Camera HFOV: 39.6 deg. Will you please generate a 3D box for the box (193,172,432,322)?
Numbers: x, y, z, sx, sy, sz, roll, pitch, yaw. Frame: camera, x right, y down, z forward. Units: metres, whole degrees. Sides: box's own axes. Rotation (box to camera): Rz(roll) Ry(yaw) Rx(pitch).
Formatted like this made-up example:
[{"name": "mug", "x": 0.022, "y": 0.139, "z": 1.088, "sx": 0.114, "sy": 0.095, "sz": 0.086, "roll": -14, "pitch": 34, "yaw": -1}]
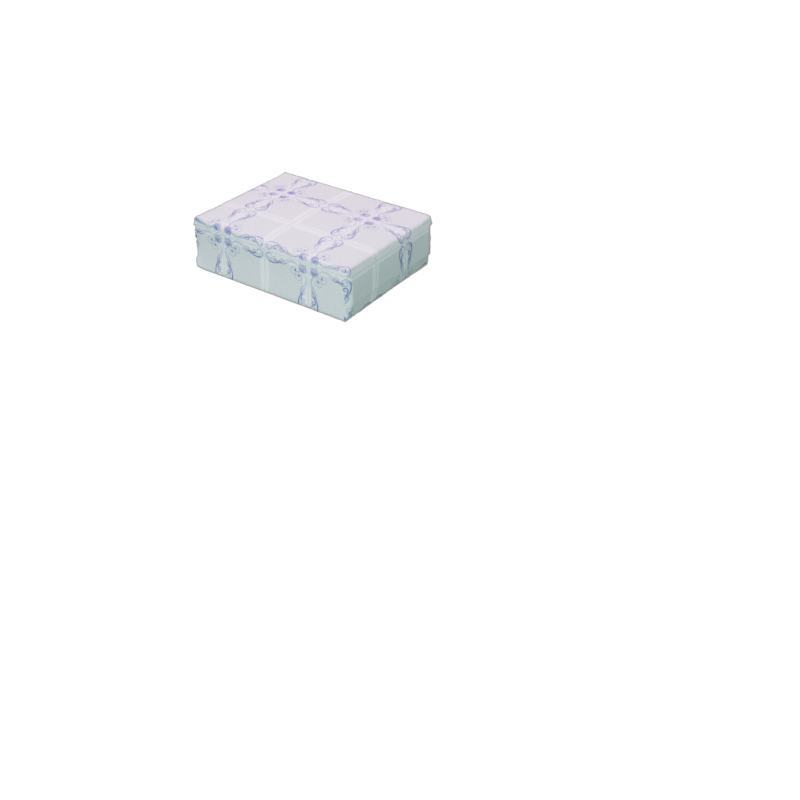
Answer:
[{"name": "box", "x": -0.051, "y": -0.094, "z": 0.658, "sx": 0.119, "sy": 0.037, "sz": 0.090, "roll": 19, "pitch": 35, "yaw": 29}]
